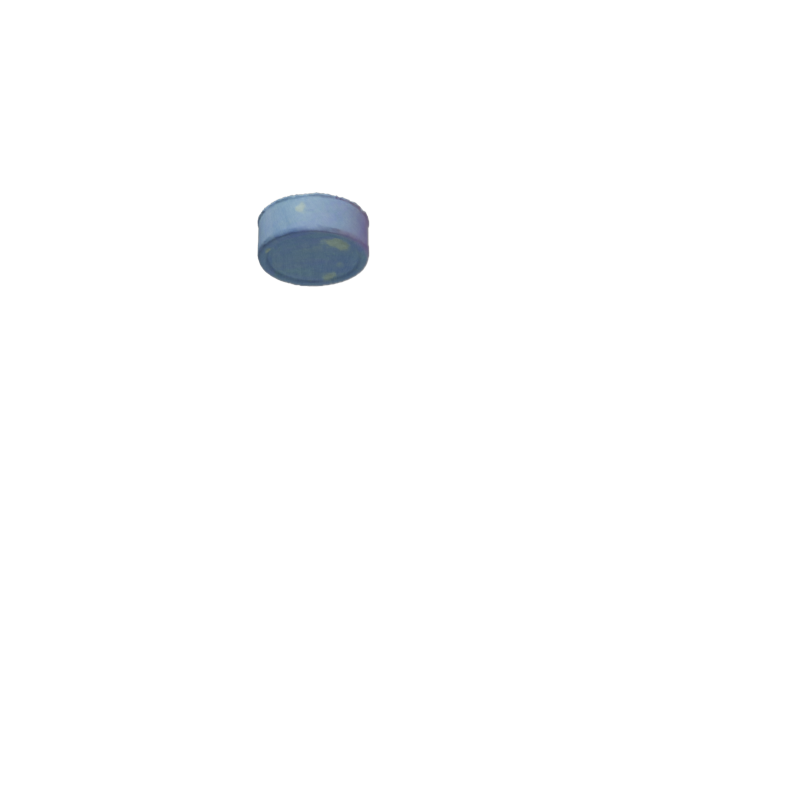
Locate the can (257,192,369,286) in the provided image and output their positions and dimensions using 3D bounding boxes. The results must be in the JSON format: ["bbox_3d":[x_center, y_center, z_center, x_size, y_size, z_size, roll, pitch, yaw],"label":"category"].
[{"bbox_3d":[-0.066,-0.120,0.841,0.086,0.036,0.081,1,-26,-2],"label":"can"}]
